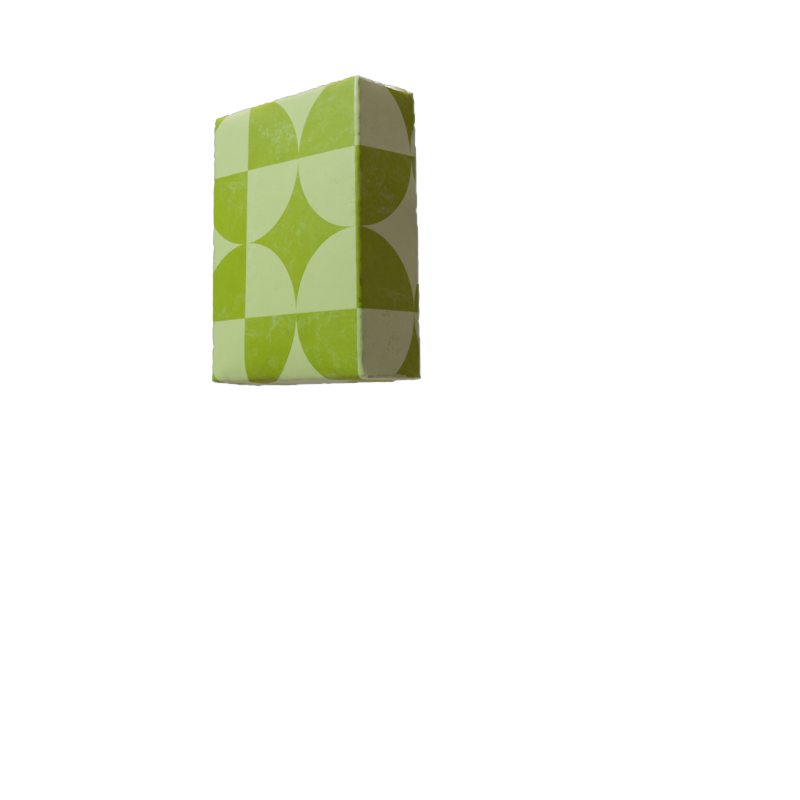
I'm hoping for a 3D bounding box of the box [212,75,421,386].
[{"bbox_3d":[-0.066,-0.120,0.840,0.169,0.218,0.068,-6,-10,43],"label":"box"}]
